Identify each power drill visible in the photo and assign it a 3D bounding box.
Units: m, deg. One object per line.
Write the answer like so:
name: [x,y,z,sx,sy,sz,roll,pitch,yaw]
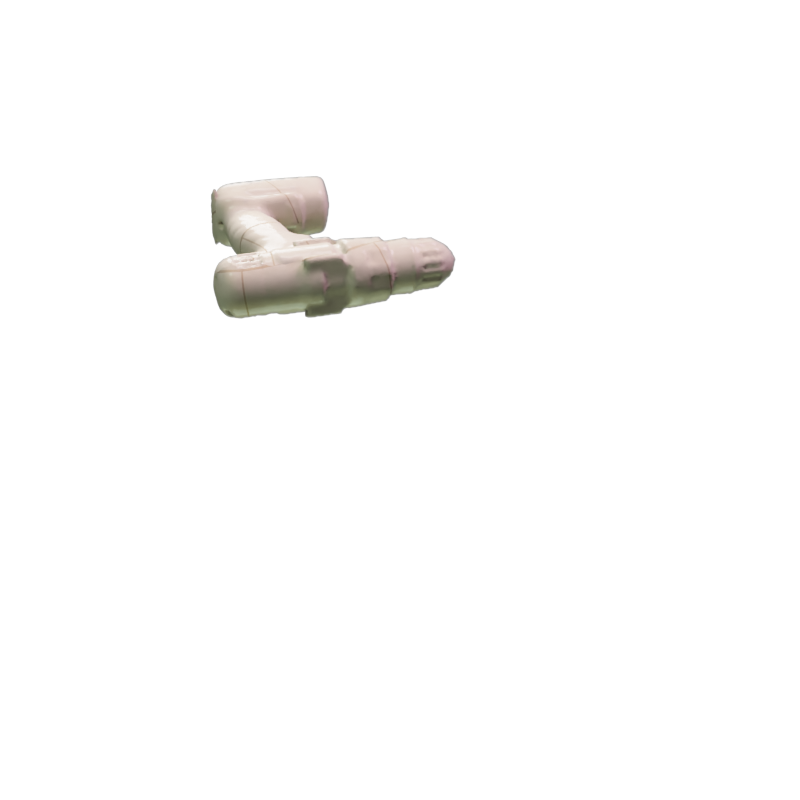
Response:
power drill: [-0.070,-0.127,0.890,0.181,0.054,0.200,-8,27,-15]
